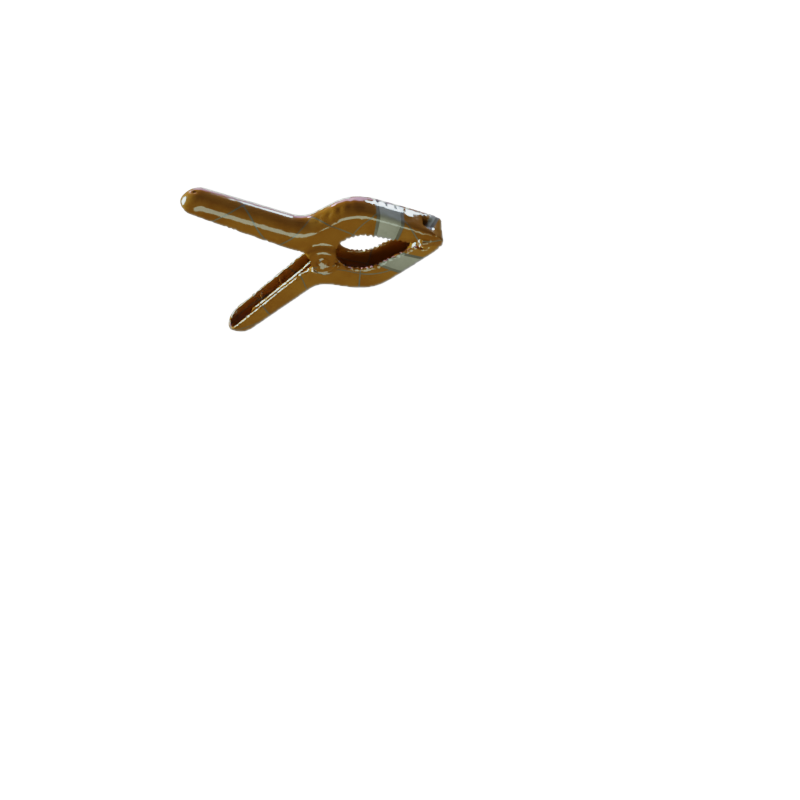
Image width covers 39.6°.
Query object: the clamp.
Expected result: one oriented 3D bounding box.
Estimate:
[{"bbox_3d":[-0.072,-0.132,0.923,0.212,0.039,0.152,-11,-41,13],"label":"clamp"}]
